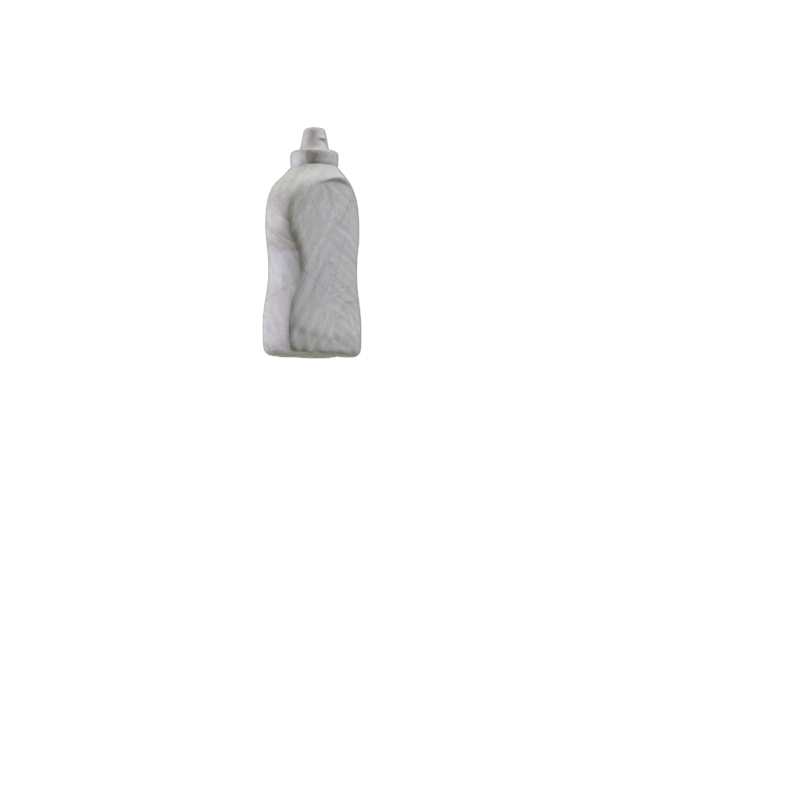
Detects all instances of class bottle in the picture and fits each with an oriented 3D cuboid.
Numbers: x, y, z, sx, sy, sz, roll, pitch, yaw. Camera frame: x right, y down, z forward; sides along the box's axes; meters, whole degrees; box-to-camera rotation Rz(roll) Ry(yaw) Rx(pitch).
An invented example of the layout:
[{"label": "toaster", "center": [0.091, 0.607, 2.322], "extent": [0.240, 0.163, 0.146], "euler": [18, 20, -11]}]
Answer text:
[{"label": "bottle", "center": [-0.072, -0.132, 0.924], "extent": [0.060, 0.195, 0.091], "euler": [-6, -9, 39]}]
